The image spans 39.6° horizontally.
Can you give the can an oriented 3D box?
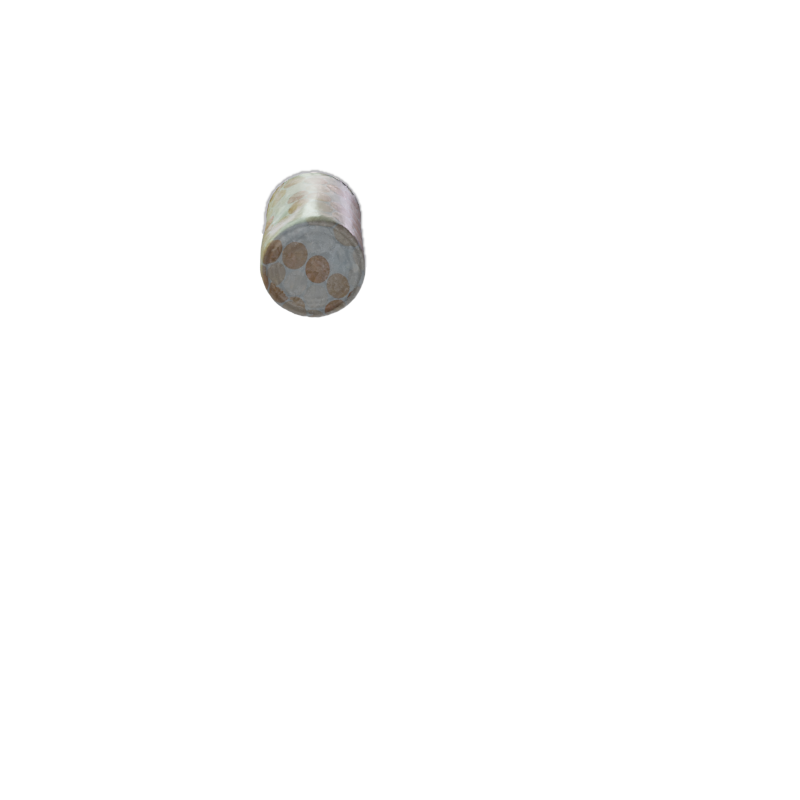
[{"bbox_3d":[-0.058,-0.105,0.737,0.068,0.065,0.108,0,25,-3],"label":"can"}]
